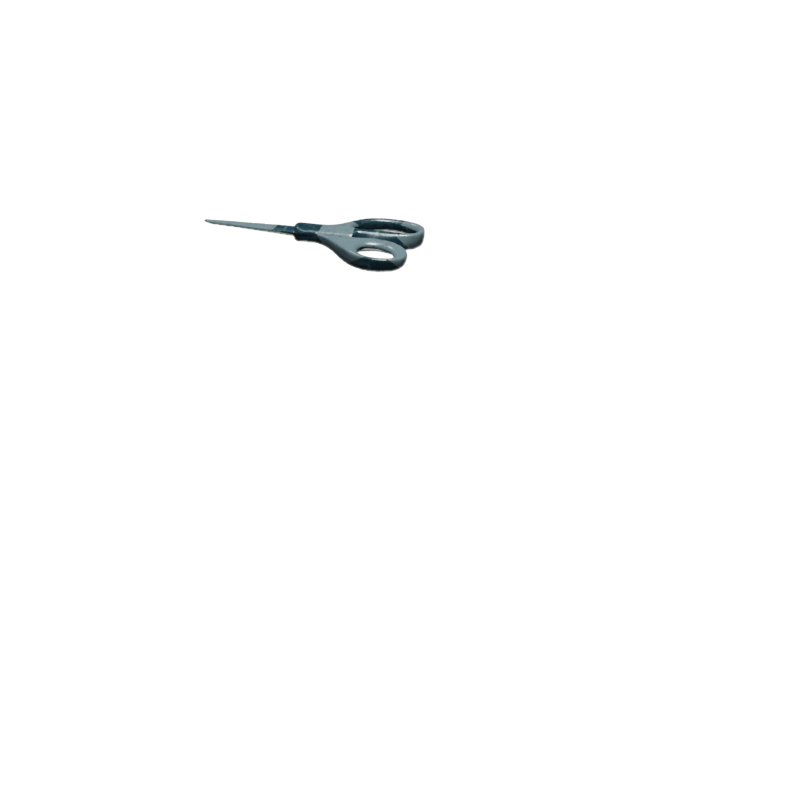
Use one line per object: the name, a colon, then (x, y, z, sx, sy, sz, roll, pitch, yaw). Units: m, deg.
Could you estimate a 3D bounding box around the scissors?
scissors: (-0.078, -0.142, 0.993, 0.201, 0.015, 0.102, -1, 32, -1)
